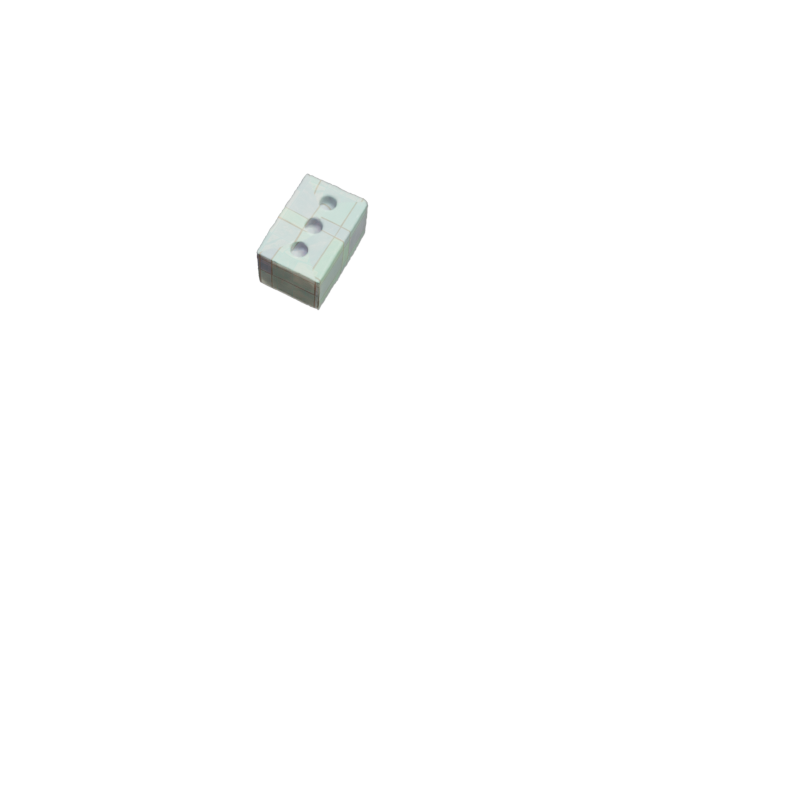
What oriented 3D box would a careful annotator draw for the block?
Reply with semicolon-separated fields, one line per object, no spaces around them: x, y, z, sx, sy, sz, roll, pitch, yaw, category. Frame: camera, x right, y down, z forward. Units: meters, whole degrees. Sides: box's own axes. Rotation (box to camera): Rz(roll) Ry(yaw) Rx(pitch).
-0.064;-0.117;0.817;0.054;0.080;0.048;25;-23;9;block
